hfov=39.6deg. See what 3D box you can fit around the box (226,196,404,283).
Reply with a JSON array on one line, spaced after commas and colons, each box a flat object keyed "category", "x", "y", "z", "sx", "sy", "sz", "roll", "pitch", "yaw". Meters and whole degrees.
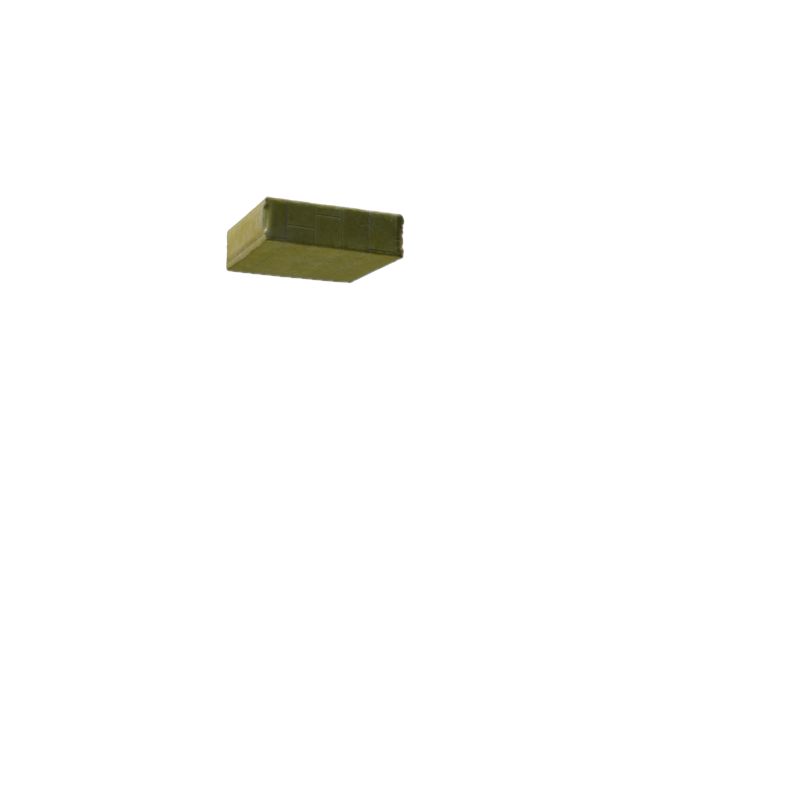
[{"category": "box", "x": -0.052, "y": -0.096, "z": 0.669, "sx": 0.086, "sy": 0.031, "sz": 0.073, "roll": 4, "pitch": -10, "yaw": -23}]
